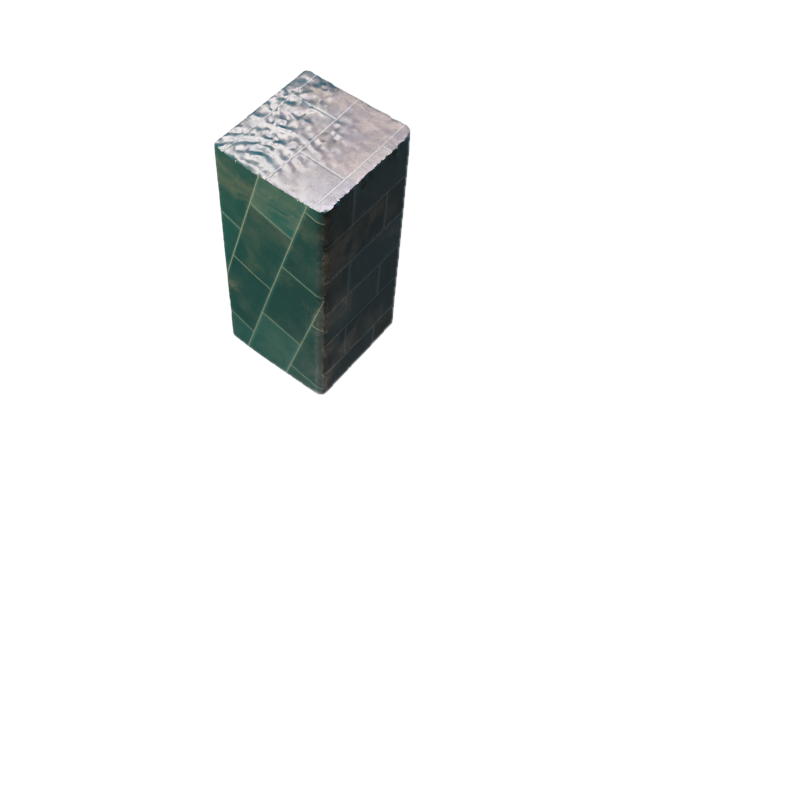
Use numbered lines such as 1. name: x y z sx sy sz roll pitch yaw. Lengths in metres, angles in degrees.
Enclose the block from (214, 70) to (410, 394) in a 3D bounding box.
1. block: -0.059 -0.107 0.756 0.095 0.092 0.193 34 -29 18
